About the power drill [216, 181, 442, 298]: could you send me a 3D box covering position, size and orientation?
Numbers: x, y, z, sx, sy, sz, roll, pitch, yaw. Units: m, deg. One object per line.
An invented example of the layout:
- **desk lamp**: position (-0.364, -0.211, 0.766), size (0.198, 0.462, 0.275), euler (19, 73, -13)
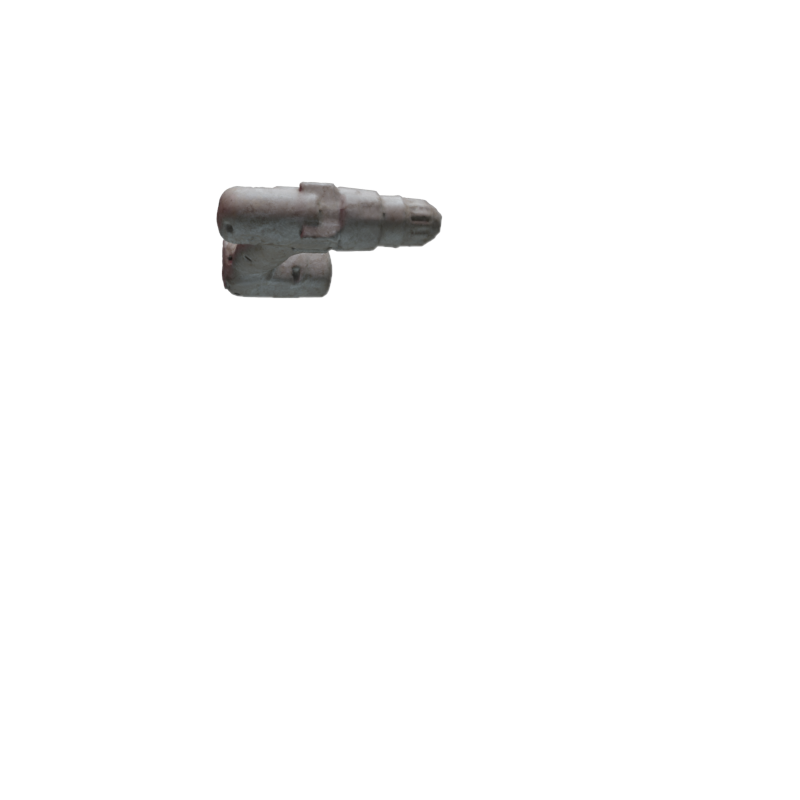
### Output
- **power drill**: position (-0.075, -0.137, 0.960), size (0.181, 0.059, 0.185), euler (3, -12, -14)
